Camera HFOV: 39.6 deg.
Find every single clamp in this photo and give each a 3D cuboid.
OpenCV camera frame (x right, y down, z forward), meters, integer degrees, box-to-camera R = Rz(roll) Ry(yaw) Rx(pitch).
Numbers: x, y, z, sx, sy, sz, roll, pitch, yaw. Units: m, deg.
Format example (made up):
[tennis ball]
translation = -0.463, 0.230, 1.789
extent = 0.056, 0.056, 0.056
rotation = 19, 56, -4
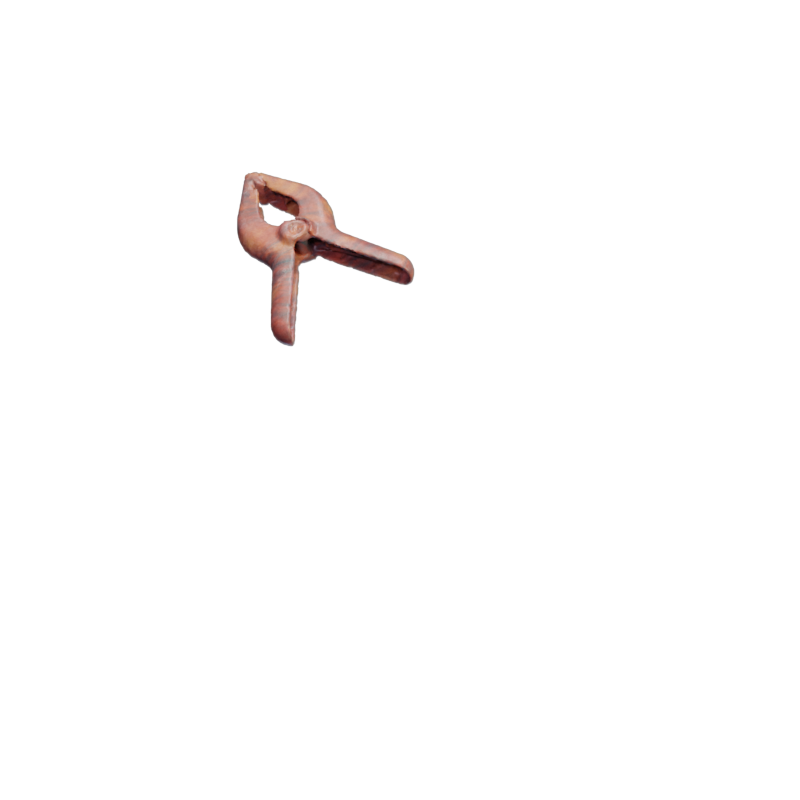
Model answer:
[clamp]
translation = -0.069, -0.126, 0.885
extent = 0.119, 0.185, 0.037
rotation = -18, -36, -14
